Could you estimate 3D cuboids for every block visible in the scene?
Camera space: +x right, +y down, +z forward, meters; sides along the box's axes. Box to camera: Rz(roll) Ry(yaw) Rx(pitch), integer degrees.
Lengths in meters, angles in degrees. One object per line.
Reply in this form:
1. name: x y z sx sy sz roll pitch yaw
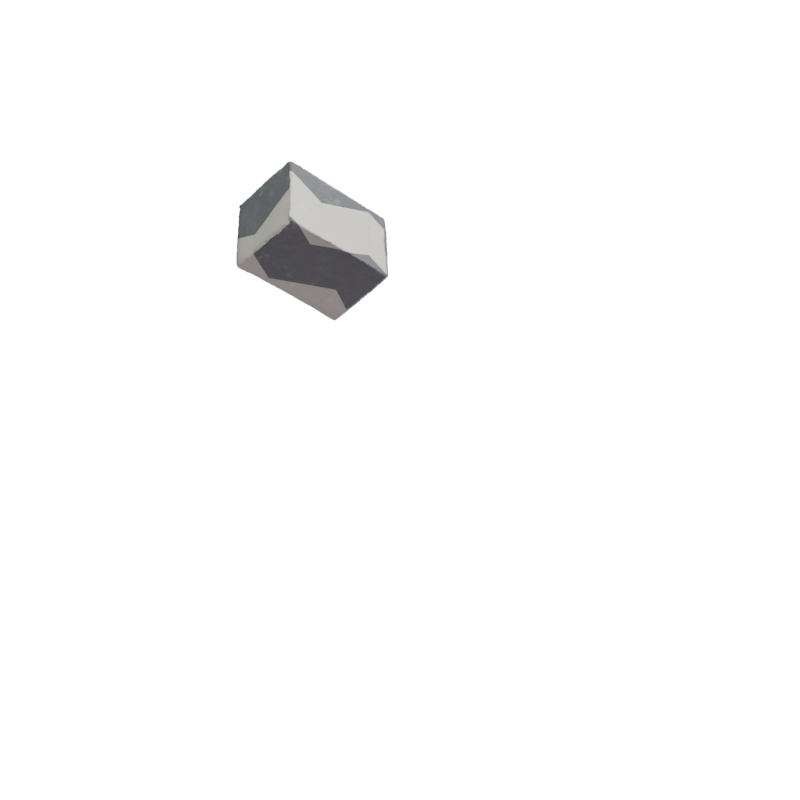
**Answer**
1. block: -0.052 -0.096 0.669 0.073 0.055 0.052 30 -50 -31
